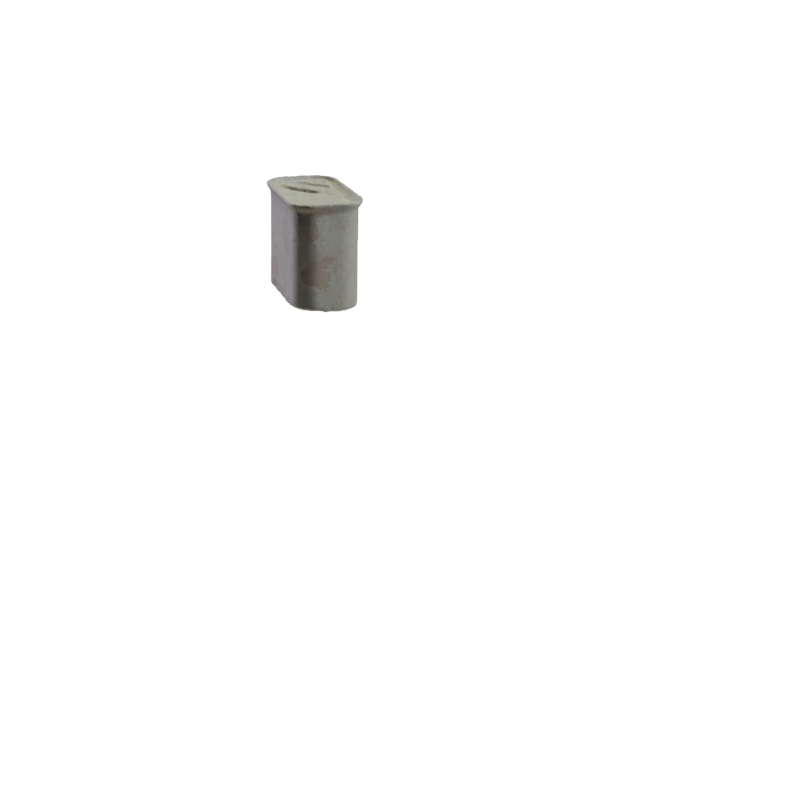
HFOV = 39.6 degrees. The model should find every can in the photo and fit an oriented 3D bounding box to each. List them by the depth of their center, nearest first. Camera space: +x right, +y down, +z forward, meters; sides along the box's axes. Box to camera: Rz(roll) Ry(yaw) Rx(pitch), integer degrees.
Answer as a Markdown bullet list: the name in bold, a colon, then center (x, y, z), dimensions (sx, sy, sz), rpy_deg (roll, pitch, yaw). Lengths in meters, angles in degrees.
- **can**: center (-0.067, -0.122, 0.855), dimensions (0.056, 0.080, 0.108), rpy_deg (-5, 21, -17)
